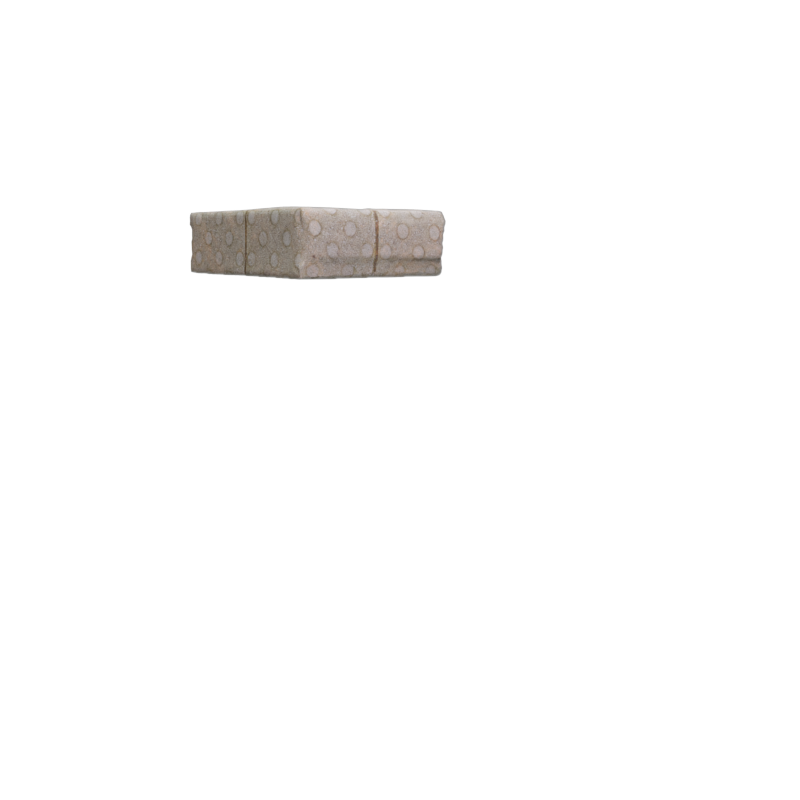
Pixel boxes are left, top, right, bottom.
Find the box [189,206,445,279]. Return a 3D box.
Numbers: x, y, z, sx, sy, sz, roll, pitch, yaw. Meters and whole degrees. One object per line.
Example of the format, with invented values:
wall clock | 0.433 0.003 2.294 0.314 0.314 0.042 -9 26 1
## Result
box | -0.037 -0.067 0.471 0.071 0.030 0.093 -5 8 -37
